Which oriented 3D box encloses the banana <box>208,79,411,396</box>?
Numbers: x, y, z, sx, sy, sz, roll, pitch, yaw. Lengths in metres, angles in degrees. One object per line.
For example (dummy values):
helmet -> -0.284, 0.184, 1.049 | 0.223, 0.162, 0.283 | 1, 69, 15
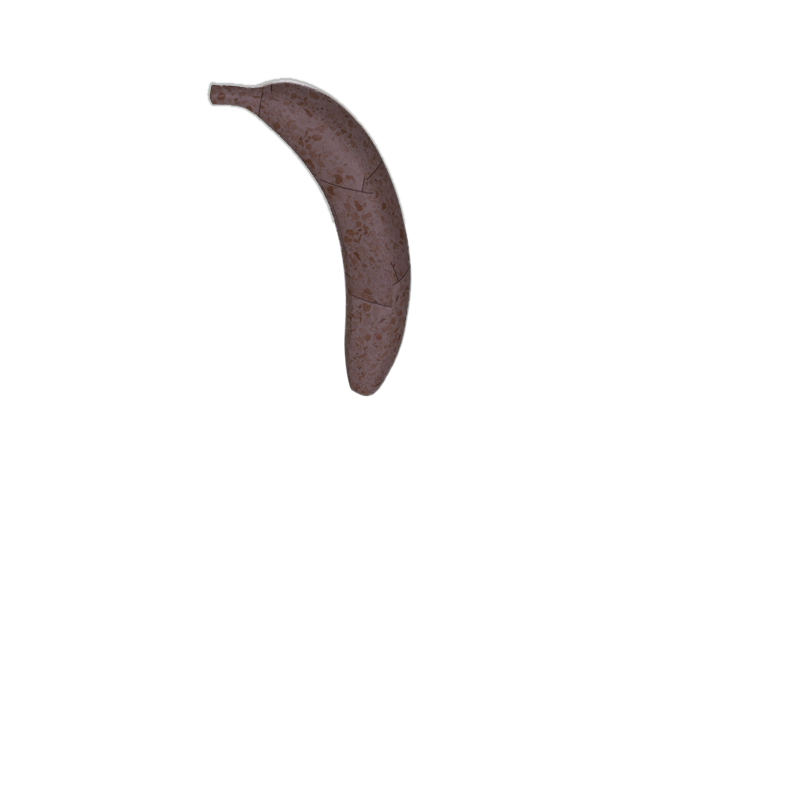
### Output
banana -> -0.032, -0.097, 0.605 | 0.070, 0.189, 0.038 | -23, 17, 7
